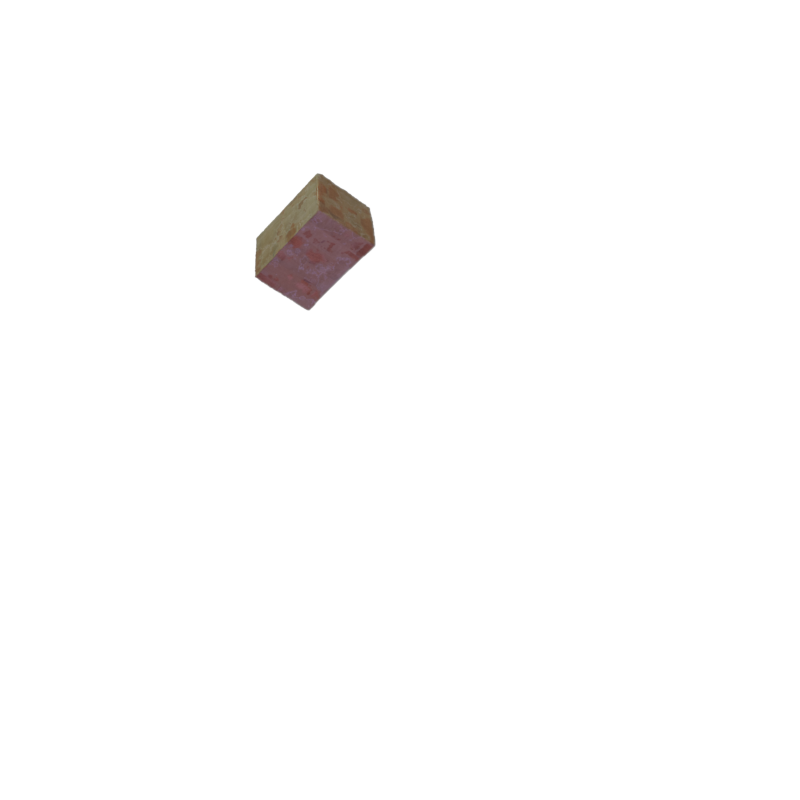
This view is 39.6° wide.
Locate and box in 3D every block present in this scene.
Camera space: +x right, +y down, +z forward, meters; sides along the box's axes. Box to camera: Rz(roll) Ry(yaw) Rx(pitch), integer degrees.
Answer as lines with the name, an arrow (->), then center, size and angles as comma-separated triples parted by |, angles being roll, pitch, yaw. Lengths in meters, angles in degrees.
block -> -0.063, -0.116, 0.809 | 0.050, 0.055, 0.077 | 33, -58, -26
